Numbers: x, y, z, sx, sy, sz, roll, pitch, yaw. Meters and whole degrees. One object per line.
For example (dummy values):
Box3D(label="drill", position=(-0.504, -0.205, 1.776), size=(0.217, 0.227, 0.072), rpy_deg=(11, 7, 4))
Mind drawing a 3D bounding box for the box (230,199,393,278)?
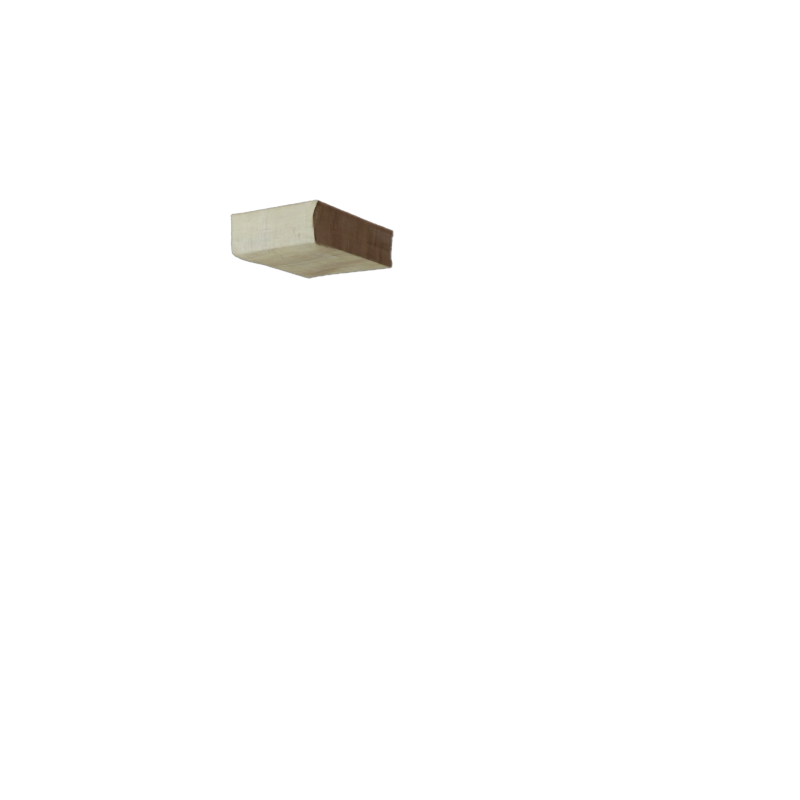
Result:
Box3D(label="box", position=(-0.072, -0.131, 0.919), size=(0.092, 0.040, 0.108), rpy_deg=(-4, -7, 34))
